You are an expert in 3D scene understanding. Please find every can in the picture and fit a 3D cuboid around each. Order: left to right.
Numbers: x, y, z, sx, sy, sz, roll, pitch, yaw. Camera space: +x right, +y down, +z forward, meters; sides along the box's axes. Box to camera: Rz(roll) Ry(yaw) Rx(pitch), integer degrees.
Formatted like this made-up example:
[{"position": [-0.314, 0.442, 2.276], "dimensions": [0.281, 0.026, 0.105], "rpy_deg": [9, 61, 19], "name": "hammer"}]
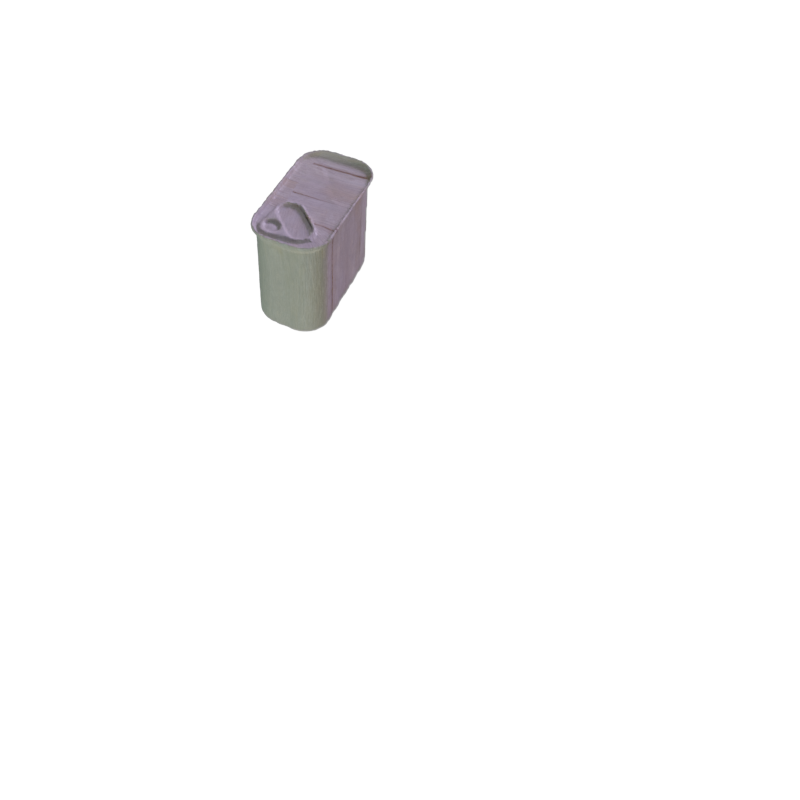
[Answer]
[{"position": [-0.061, -0.111, 0.780], "dimensions": [0.059, 0.078, 0.106], "rpy_deg": [18, 49, 14], "name": "can"}]
